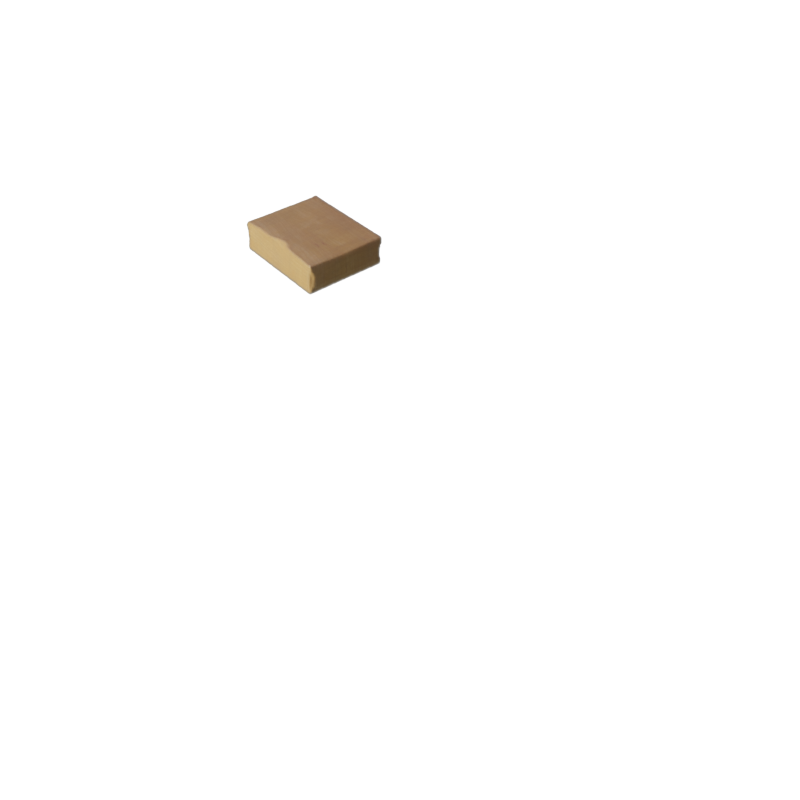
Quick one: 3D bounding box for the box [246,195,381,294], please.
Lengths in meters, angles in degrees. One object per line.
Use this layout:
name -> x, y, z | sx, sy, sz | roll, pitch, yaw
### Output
box -> -0.071, -0.130, 0.910 | 0.073, 0.028, 0.096 | -26, 45, -30
